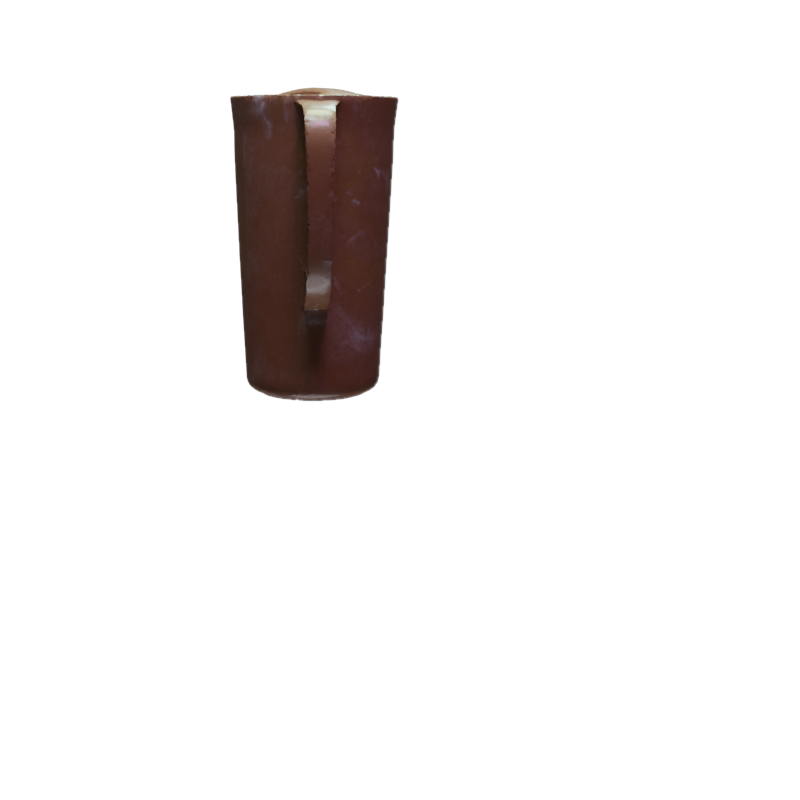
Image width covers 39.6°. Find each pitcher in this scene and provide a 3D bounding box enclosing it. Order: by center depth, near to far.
[{"bbox_3d":[-0.069,-0.126,0.881,0.151,0.240,0.145,6,9,38],"label":"pitcher"}]
